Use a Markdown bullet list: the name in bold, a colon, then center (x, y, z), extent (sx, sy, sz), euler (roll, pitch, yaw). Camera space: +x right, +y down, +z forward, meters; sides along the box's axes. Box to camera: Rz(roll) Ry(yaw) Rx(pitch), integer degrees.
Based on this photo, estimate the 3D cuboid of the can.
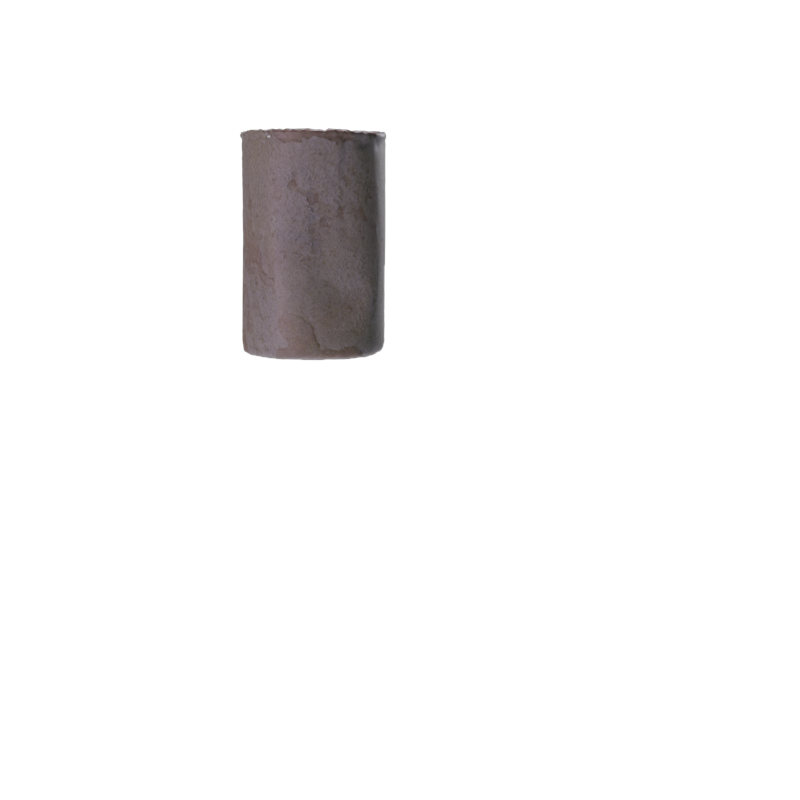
- **can**: center (-0.040, -0.074, 0.517), extent (0.068, 0.101, 0.069), euler (0, 5, -2)
